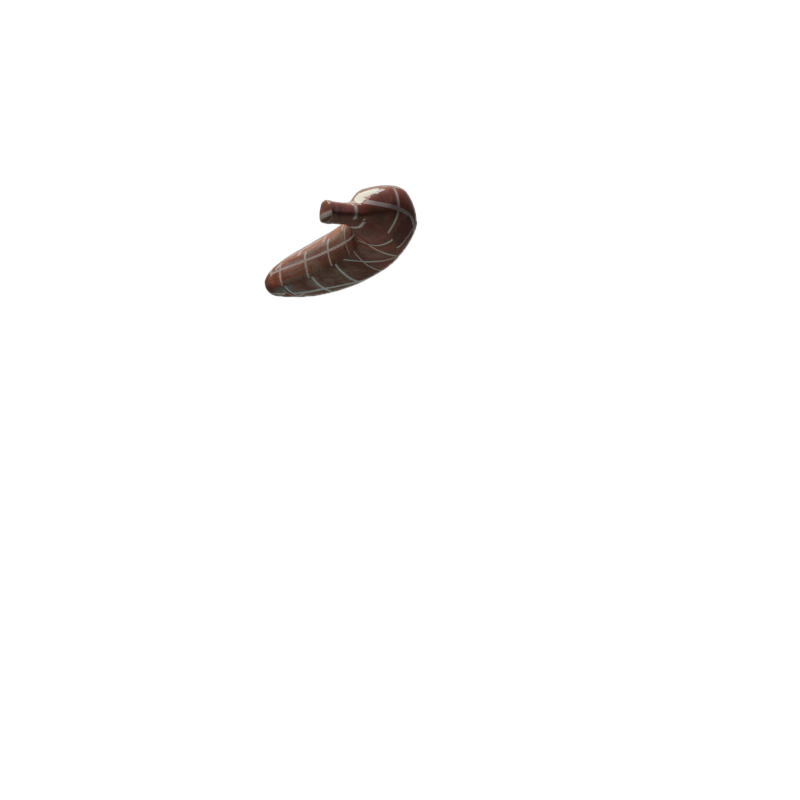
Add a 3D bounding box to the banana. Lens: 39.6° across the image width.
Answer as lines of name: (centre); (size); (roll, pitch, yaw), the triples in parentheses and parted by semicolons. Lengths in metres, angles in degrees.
banana: (-0.033, -0.095, 0.661); (0.068, 0.038, 0.195); (2, -9, -15)
